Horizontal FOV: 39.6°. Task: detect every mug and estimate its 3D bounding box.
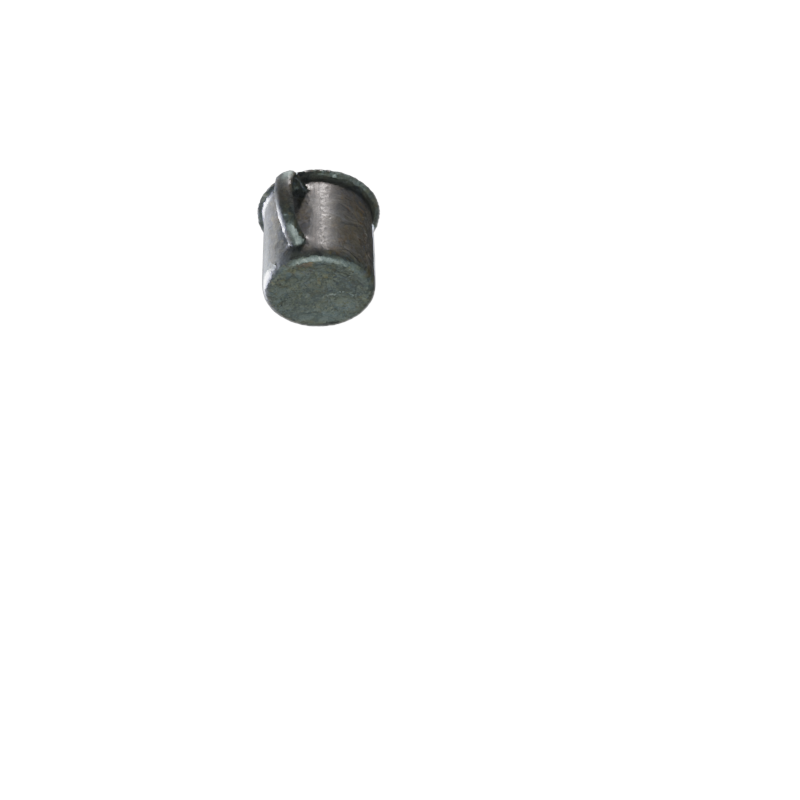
[{"bbox_3d":[-0.063,-0.115,0.806,0.094,0.087,0.108,-12,-40,12],"label":"mug"}]
